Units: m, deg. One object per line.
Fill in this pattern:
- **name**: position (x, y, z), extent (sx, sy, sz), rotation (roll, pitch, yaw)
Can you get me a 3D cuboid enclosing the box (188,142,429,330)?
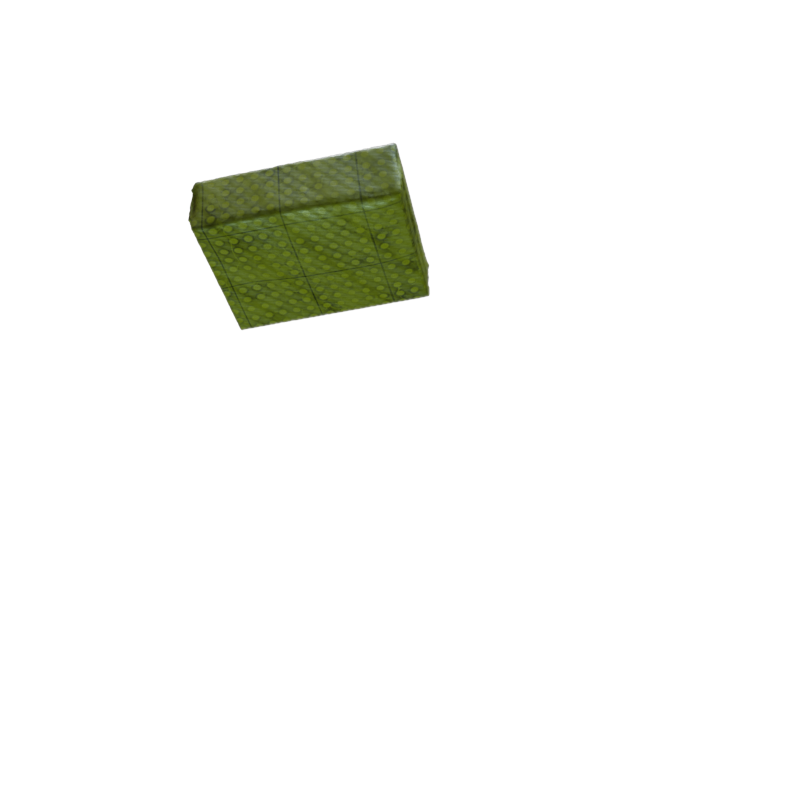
- **box**: position (-0.047, -0.085, 0.598), extent (0.114, 0.042, 0.083), rotation (-8, -37, 10)
